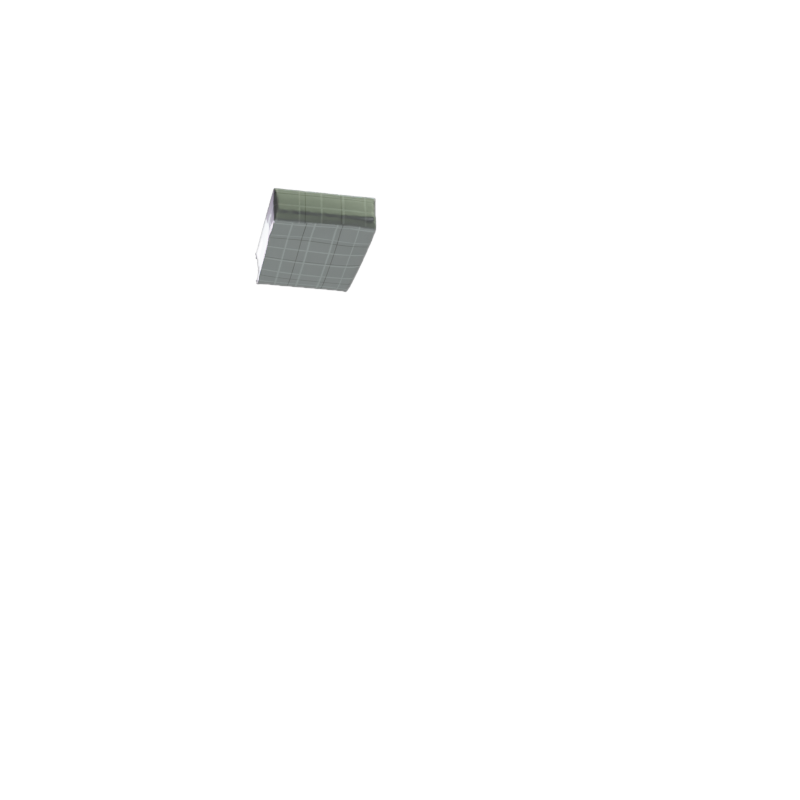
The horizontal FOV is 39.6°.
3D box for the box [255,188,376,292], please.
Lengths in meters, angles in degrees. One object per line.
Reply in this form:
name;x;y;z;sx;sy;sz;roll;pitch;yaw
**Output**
box;-0.076;-0.140;0.978;0.088;0.041;0.108;6;-29;-12
